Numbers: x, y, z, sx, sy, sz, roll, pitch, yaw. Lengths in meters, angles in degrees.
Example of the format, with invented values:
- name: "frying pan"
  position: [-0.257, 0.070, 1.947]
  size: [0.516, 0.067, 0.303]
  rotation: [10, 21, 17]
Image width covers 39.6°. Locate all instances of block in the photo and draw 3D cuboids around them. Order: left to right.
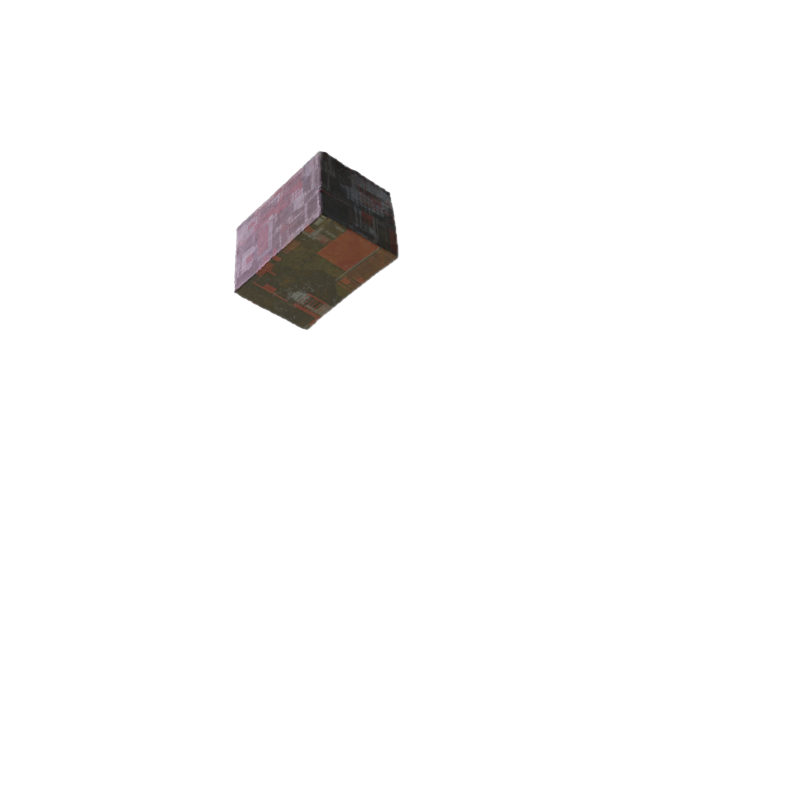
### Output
- name: "block"
  position: [-0.047, -0.085, 0.597]
  size: [0.050, 0.055, 0.077]
  rotation: [29, -48, -32]
